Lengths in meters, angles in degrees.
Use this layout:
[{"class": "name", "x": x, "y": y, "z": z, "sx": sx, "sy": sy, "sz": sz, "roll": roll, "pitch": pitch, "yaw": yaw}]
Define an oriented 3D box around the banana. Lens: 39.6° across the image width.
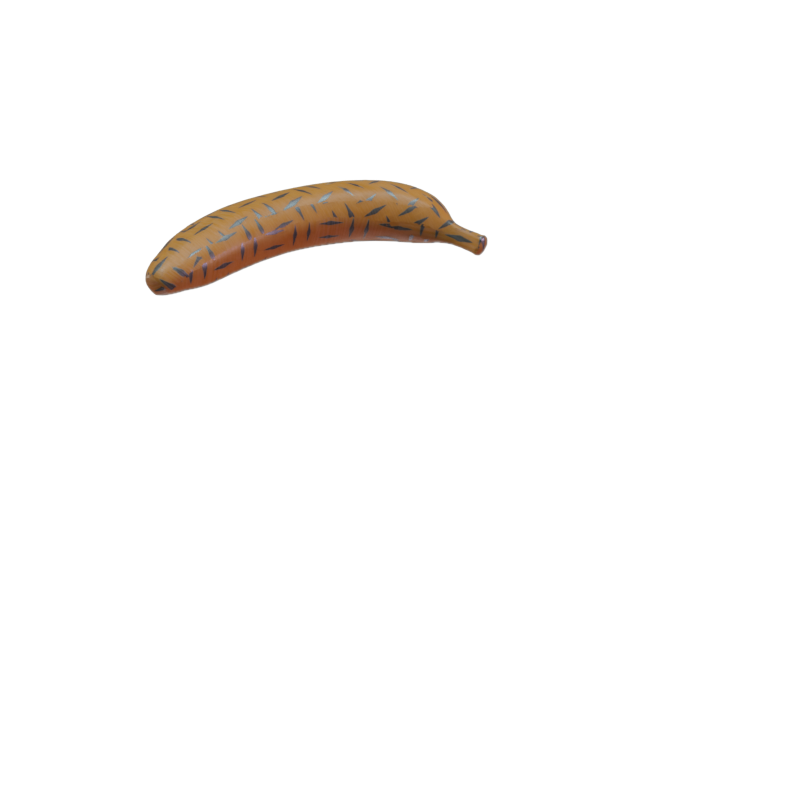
[{"class": "banana", "x": -0.052, "y": -0.096, "z": 0.624, "sx": 0.194, "sy": 0.035, "sz": 0.075, "roll": -11, "pitch": 31, "yaw": -20}]
